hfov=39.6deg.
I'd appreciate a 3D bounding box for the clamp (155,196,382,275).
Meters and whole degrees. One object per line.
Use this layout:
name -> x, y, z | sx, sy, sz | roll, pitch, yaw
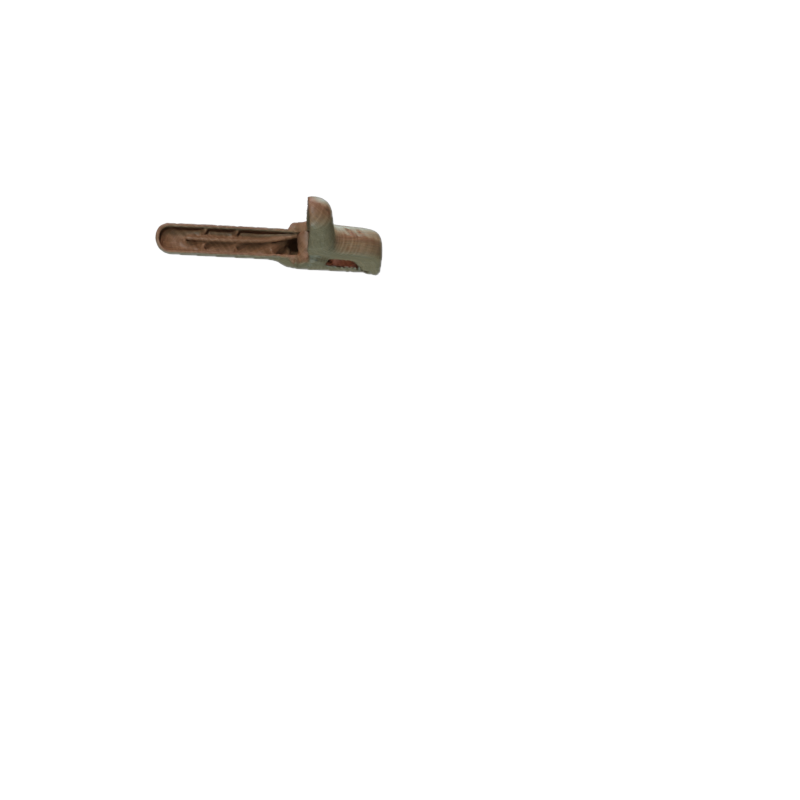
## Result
clamp -> -0.071, -0.130, 0.912 | 0.170, 0.037, 0.200 | -3, -4, 41
